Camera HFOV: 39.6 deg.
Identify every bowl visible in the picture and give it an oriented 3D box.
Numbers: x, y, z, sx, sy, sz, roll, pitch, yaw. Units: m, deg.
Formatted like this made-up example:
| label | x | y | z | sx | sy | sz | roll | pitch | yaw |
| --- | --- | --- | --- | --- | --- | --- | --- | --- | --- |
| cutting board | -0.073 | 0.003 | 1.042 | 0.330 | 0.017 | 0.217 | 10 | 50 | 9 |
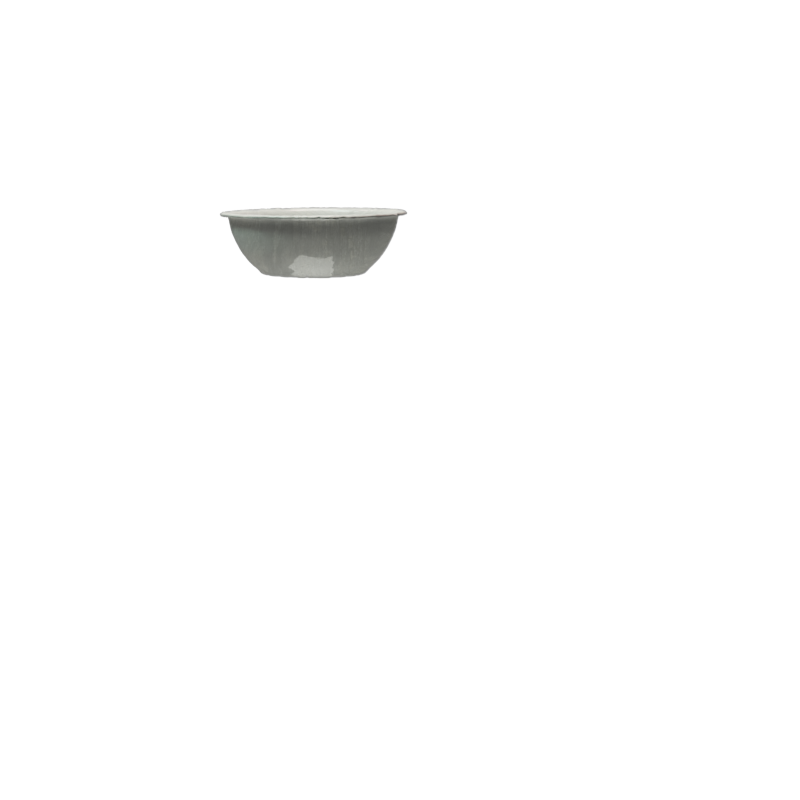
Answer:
| label | x | y | z | sx | sy | sz | roll | pitch | yaw |
| --- | --- | --- | --- | --- | --- | --- | --- | --- | --- |
| bowl | -0.075 | -0.137 | 0.962 | 0.162 | 0.054 | 0.165 | 0 | 11 | -2 |
